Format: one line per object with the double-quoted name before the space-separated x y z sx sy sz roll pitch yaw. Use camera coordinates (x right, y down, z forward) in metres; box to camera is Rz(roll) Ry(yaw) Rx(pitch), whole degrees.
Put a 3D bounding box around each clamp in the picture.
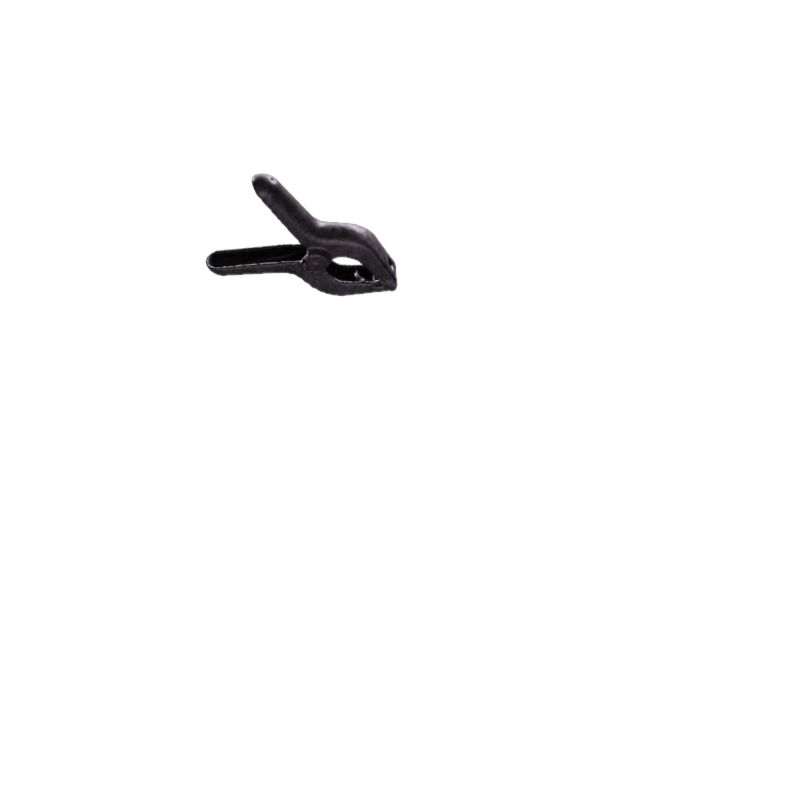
"clamp" -0.076 -0.140 0.977 0.168 0.042 0.115 10 -36 -14
